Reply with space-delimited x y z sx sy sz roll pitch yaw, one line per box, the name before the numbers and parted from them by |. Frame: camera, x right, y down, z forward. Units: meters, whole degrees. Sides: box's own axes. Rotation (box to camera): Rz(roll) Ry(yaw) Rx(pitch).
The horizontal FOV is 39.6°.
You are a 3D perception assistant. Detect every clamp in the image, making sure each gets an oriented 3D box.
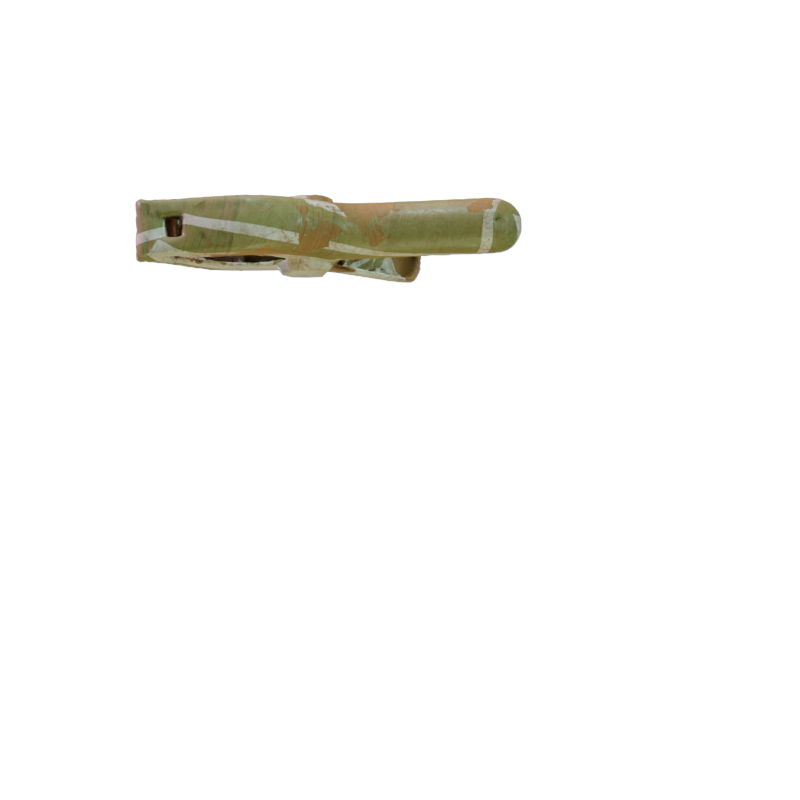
clamp | -0.042 -0.076 0.533 0.169 0.040 0.118 2 -10 -12
